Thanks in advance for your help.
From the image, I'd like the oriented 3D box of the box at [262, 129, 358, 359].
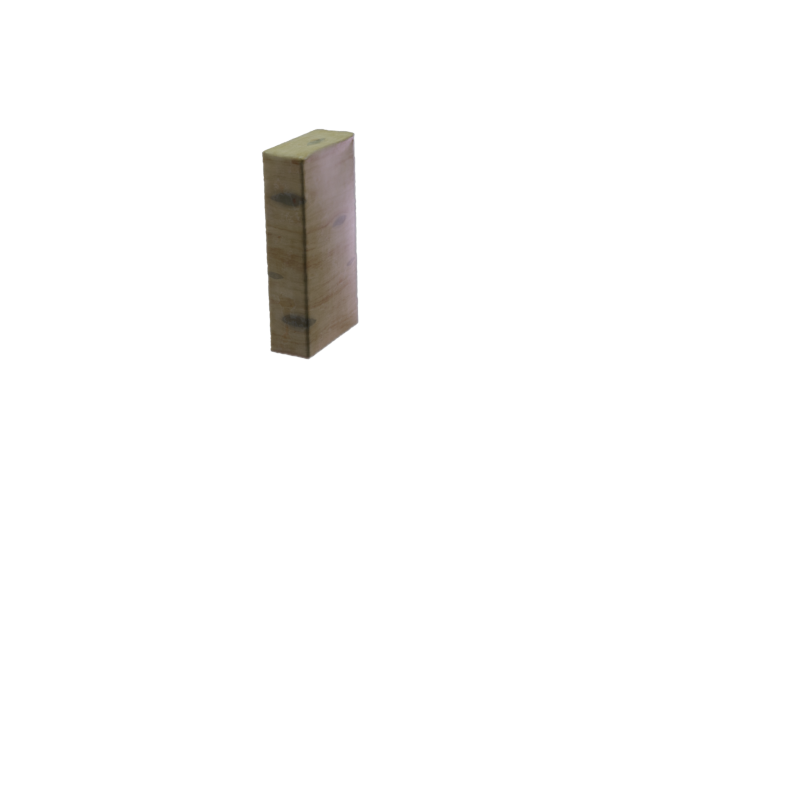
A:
[{"bbox_3d":[-0.074,-0.134,0.942,0.050,0.168,0.094,11,25,24],"label":"box"}]
